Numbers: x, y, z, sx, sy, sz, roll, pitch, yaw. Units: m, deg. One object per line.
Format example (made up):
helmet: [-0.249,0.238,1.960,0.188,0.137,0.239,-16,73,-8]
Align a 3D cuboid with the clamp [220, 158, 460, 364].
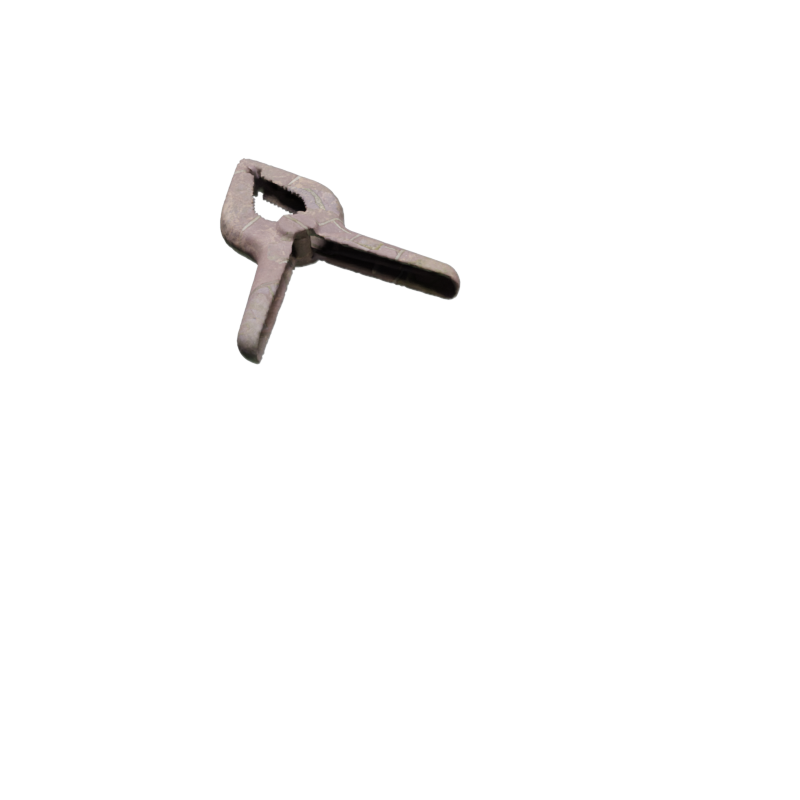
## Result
clamp: [-0.064,-0.117,0.817,0.162,0.034,0.228,-14,44,-15]
